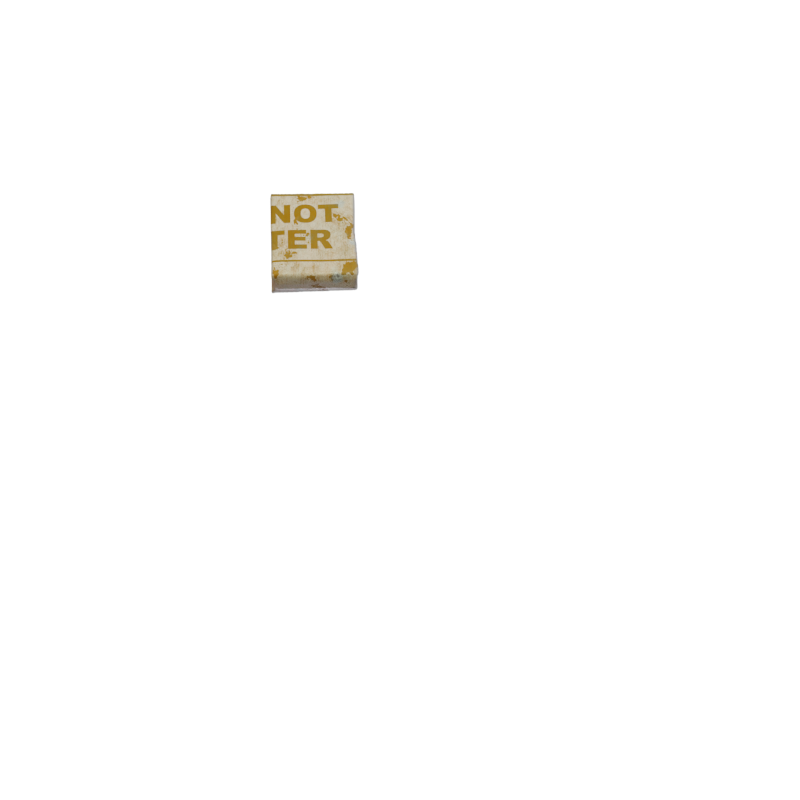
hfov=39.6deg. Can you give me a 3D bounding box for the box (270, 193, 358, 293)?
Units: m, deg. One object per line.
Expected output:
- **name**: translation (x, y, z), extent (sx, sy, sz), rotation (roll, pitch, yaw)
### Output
- **box**: translation (-0.074, -0.135, 0.946), extent (0.073, 0.096, 0.028), rotation (-2, -34, -2)
